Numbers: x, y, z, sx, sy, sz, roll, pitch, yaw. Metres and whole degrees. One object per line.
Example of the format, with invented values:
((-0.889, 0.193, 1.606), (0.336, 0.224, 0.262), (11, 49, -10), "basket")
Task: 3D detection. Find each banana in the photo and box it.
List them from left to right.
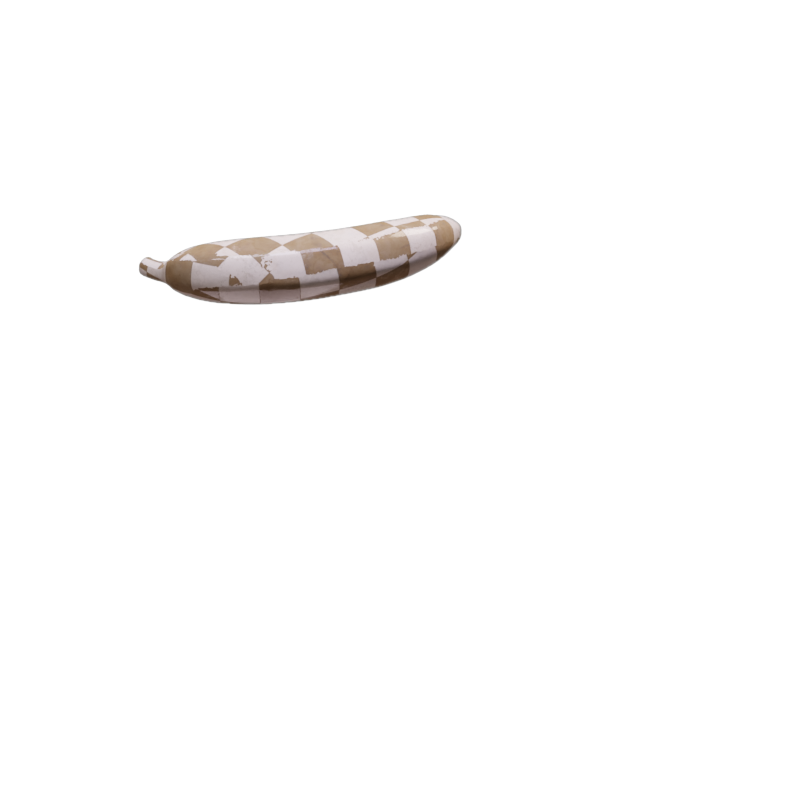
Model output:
((-0.050, -0.084, 0.641), (0.195, 0.035, 0.075), (-7, 30, -12), "banana")
